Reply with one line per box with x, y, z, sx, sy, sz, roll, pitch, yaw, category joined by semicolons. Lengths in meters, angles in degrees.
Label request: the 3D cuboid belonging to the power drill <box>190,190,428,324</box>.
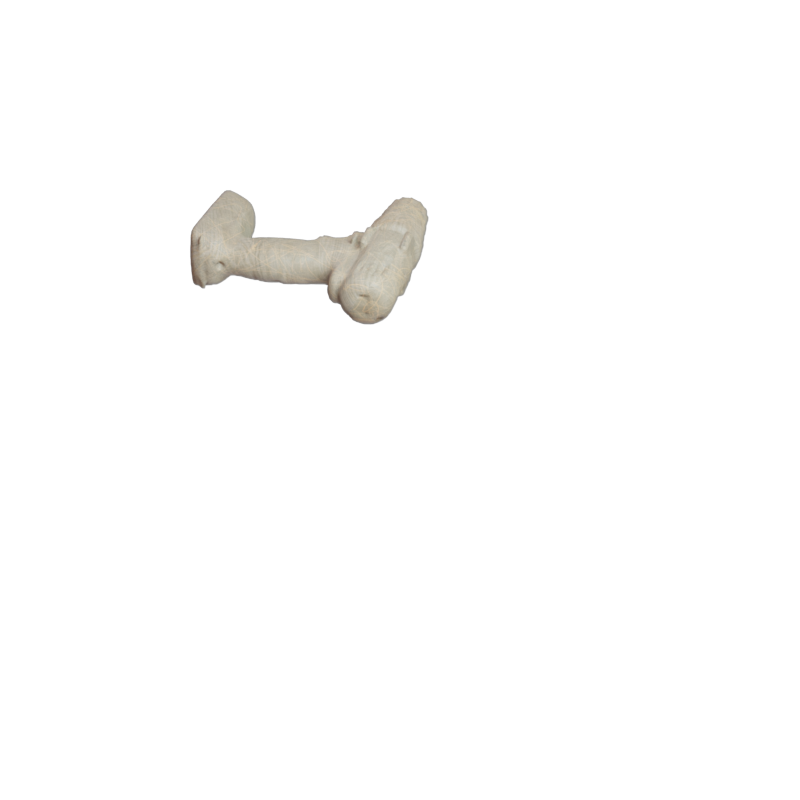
-0.076;-0.138;0.965;0.192;0.054;0.192;8;32;12;power drill
